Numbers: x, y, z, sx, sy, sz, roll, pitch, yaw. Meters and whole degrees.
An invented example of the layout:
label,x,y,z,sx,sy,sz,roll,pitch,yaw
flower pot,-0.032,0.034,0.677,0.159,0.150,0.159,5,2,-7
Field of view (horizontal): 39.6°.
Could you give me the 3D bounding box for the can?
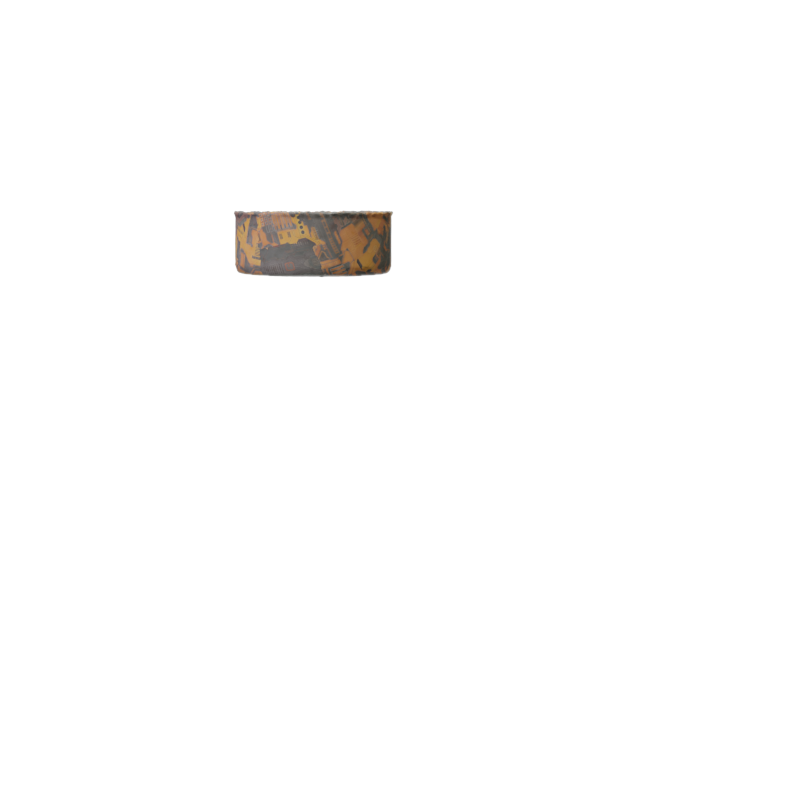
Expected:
label,x,y,z,sx,sy,sz,roll,pitch,yaw
can,-0.047,-0.086,0.600,0.086,0.033,0.087,0,9,-2
